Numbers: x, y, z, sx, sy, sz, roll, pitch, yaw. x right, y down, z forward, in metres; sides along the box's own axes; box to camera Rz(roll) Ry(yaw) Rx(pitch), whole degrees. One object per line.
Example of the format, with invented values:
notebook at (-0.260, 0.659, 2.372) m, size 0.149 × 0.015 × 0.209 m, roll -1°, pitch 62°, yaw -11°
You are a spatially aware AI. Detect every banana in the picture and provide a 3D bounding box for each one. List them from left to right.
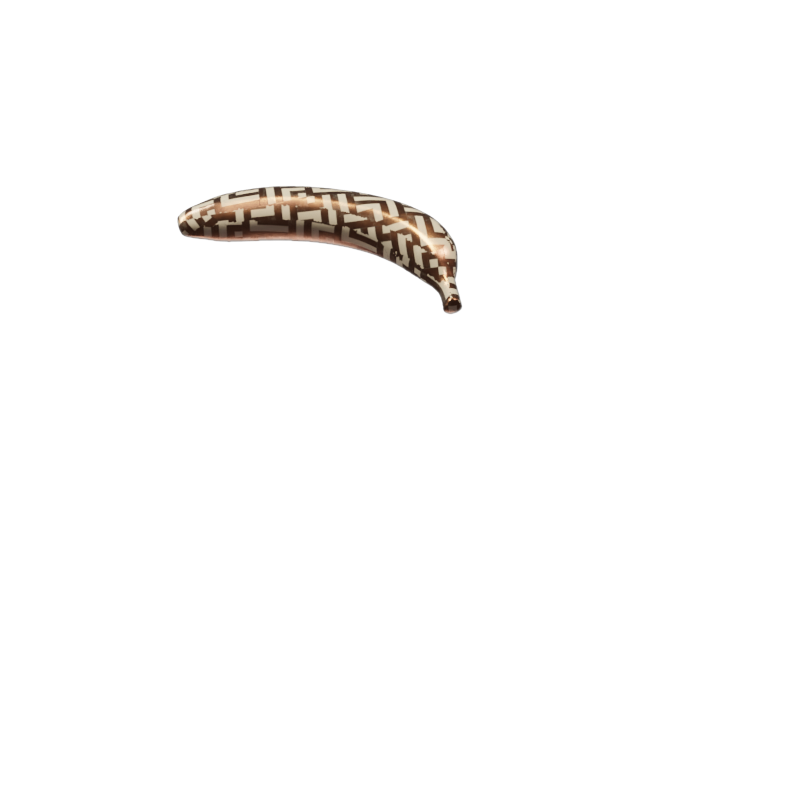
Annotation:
banana at (-0.044, -0.109, 0.711) m, size 0.205 × 0.034 × 0.071 m, roll 16°, pitch 39°, yaw 20°
